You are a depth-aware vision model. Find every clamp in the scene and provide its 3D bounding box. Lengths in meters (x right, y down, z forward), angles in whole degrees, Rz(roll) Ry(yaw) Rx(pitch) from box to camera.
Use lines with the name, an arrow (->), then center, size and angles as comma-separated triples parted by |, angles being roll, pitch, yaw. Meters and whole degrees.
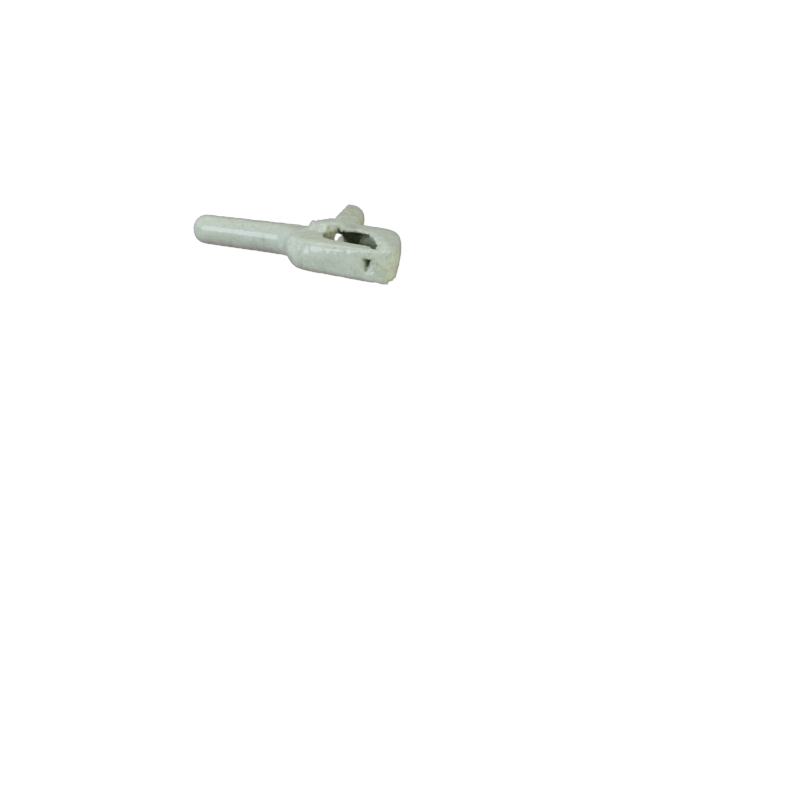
clamp -> -0.072, -0.131, 0.919 | 0.161, 0.035, 0.222 | -8, 21, -21
